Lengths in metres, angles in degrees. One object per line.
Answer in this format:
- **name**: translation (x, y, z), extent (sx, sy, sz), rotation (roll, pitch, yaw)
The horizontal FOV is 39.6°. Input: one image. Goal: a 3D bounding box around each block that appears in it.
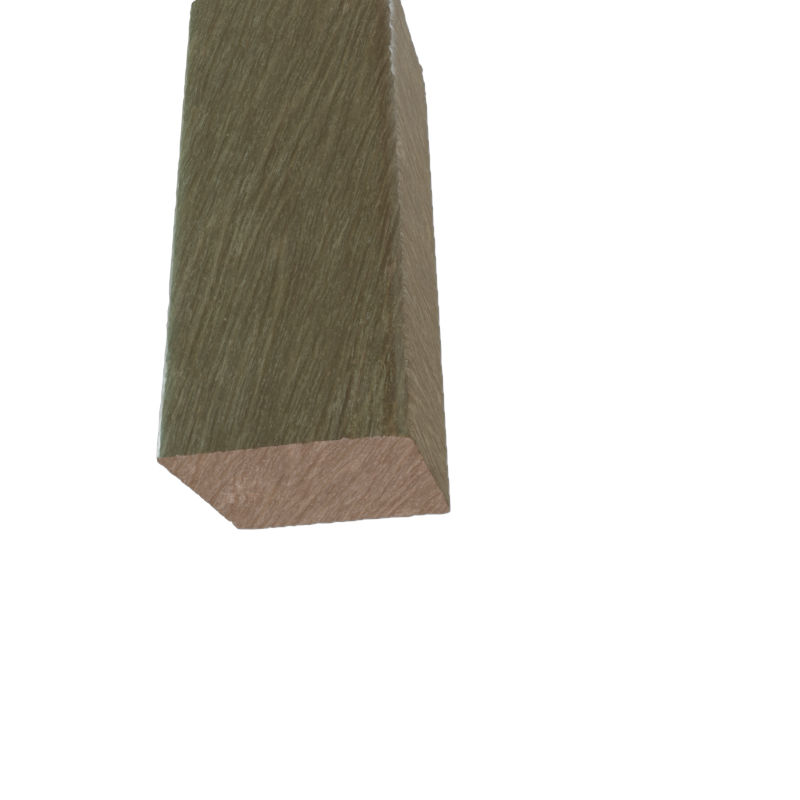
- **block**: translation (-0.035, -0.065, 0.452), extent (0.091, 0.219, 0.084), rotation (-8, -28, 11)
